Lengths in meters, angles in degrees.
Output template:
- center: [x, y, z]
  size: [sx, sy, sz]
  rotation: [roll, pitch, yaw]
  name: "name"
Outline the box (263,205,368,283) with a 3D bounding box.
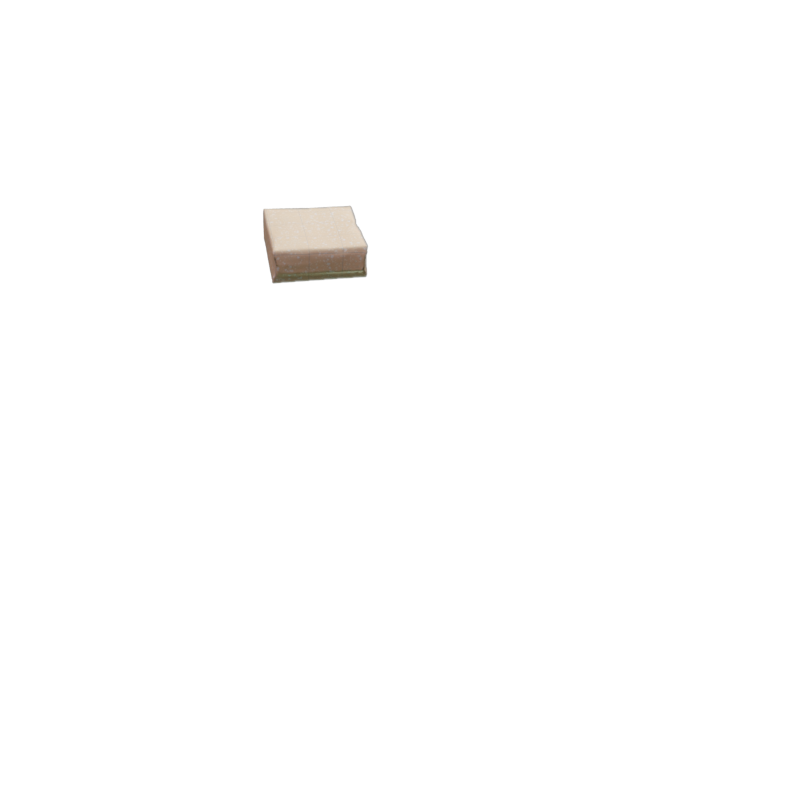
- center: [-0.068, -0.124, 0.868]
  size: [0.072, 0.029, 0.095]
  rotation: [-4, 29, -8]
  name: "box"
